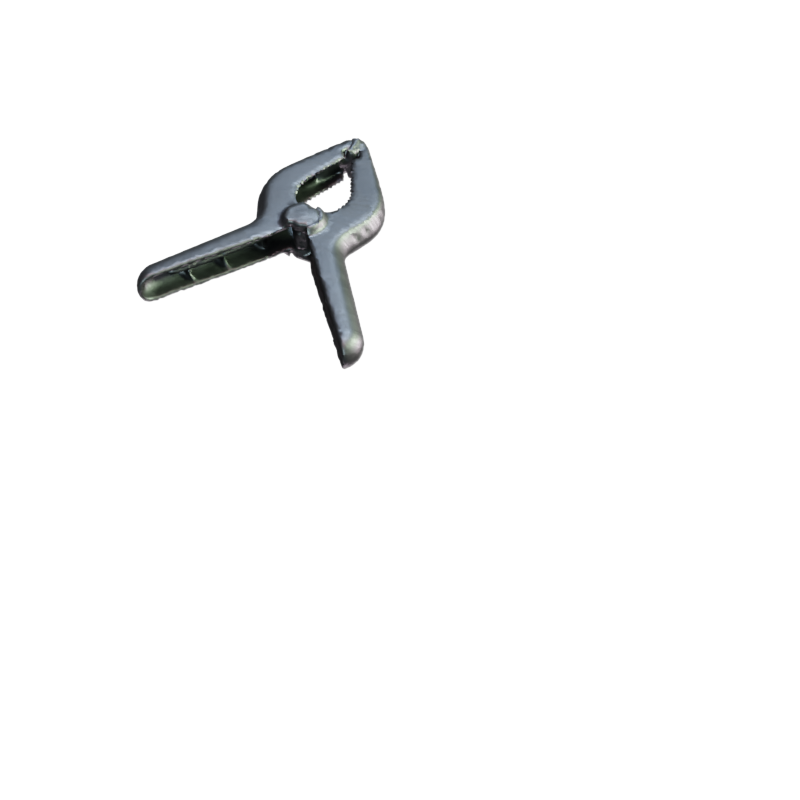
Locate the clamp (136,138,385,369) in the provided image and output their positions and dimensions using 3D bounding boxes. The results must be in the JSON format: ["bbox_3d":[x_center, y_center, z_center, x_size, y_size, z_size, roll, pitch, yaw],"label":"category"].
[{"bbox_3d":[-0.062,-0.113,0.788,0.172,0.034,0.216,23,51,20],"label":"clamp"}]
